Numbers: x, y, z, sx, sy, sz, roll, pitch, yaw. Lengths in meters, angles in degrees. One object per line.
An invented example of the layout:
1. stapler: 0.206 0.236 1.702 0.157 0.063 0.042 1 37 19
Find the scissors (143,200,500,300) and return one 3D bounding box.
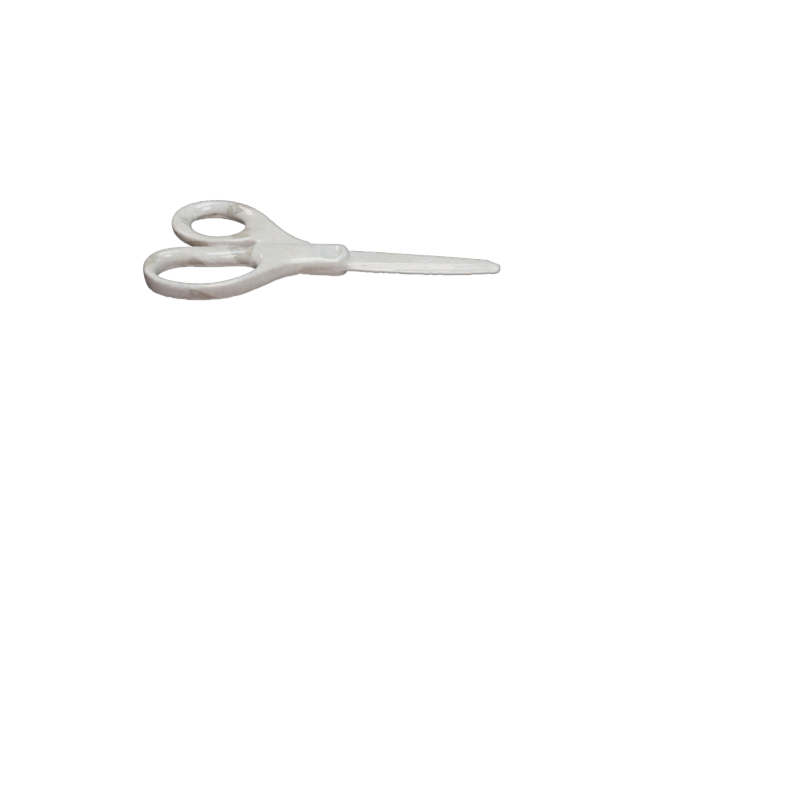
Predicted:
1. scissors: -0.052 -0.094 0.658 0.200 0.015 0.104 -8 42 -9
